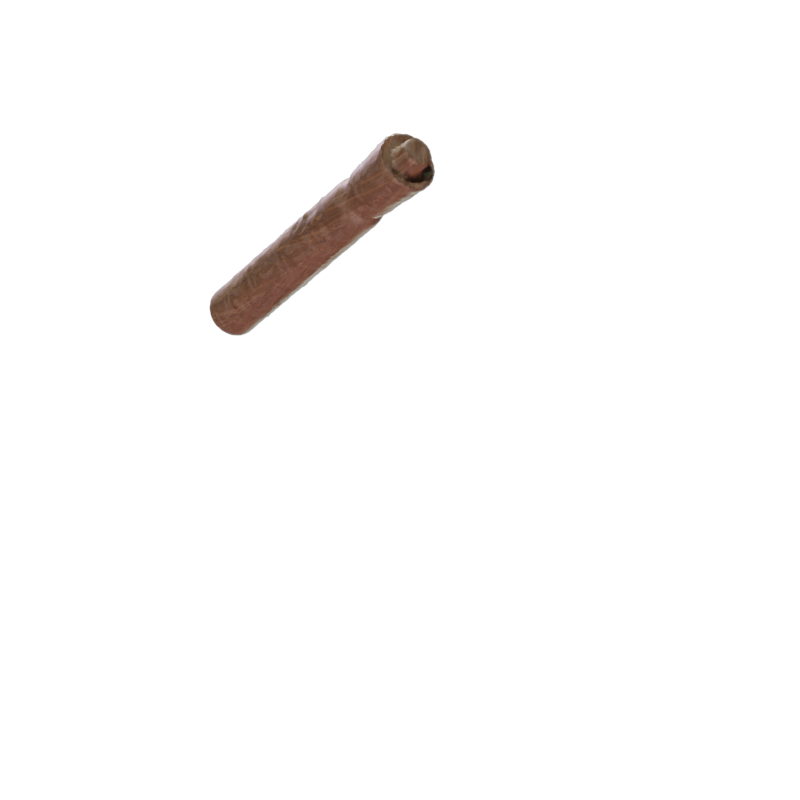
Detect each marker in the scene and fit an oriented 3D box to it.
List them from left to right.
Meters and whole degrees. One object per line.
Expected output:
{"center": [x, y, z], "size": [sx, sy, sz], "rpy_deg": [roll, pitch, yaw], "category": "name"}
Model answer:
{"center": [-0.028, -0.051, 0.358], "size": [0.019, 0.021, 0.120], "rpy_deg": [-2, -18, -36], "category": "marker"}
